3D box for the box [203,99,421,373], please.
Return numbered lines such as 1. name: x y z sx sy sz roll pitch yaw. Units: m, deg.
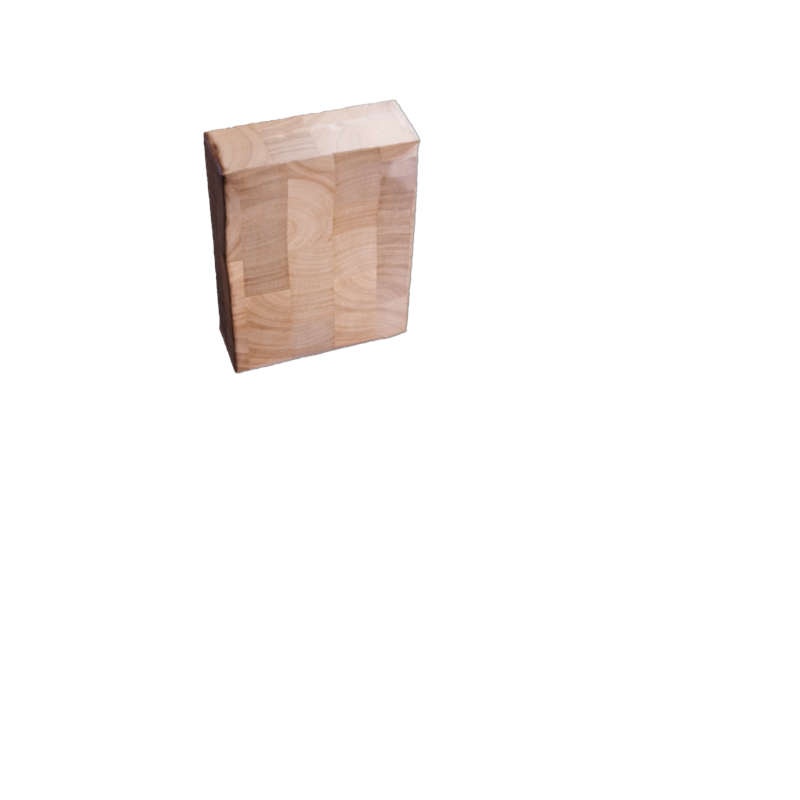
1. box: -0.073 -0.133 0.930 0.162 0.199 0.078 -12 45 -15
